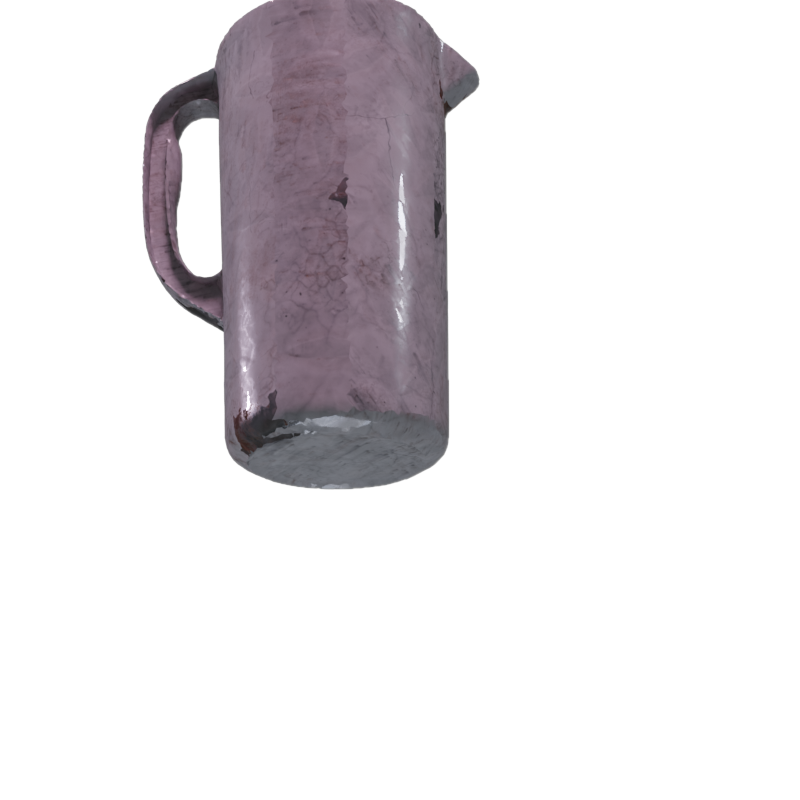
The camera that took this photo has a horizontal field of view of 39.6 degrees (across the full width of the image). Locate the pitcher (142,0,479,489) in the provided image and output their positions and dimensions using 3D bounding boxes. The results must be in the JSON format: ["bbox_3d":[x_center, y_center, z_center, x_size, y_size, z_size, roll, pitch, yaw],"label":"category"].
[{"bbox_3d":[-0.046,-0.084,0.587,0.137,0.258,0.149,19,-33,-36],"label":"pitcher"}]
